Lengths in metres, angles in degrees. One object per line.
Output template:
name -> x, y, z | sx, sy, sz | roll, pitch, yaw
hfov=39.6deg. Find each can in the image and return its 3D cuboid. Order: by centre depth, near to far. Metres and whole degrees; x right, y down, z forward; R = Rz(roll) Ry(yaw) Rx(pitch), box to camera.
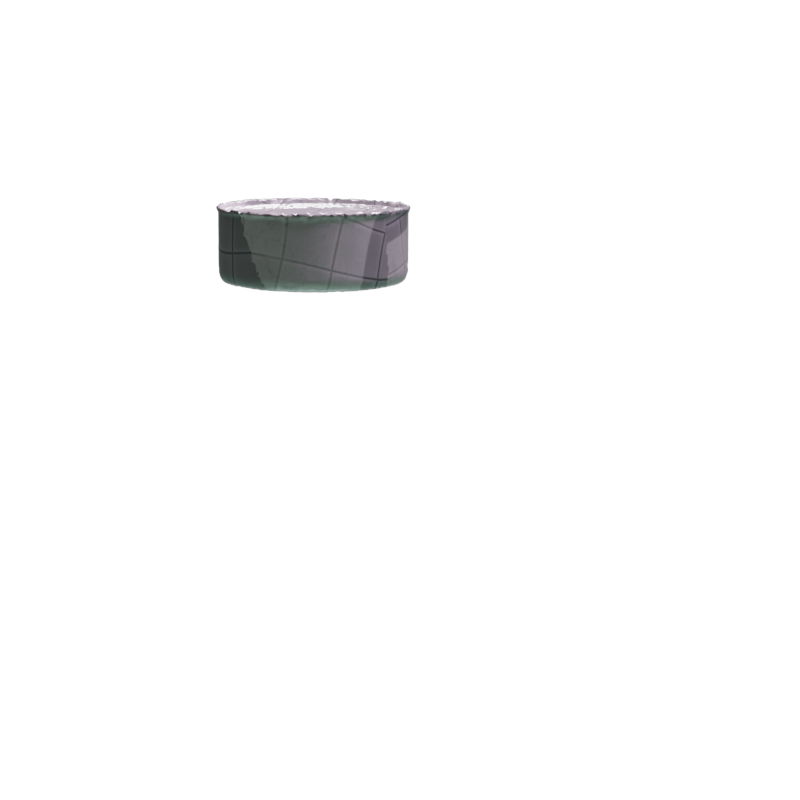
can -> -0.039, -0.070, 0.494 | 0.086, 0.033, 0.088 | 0, 13, -2
